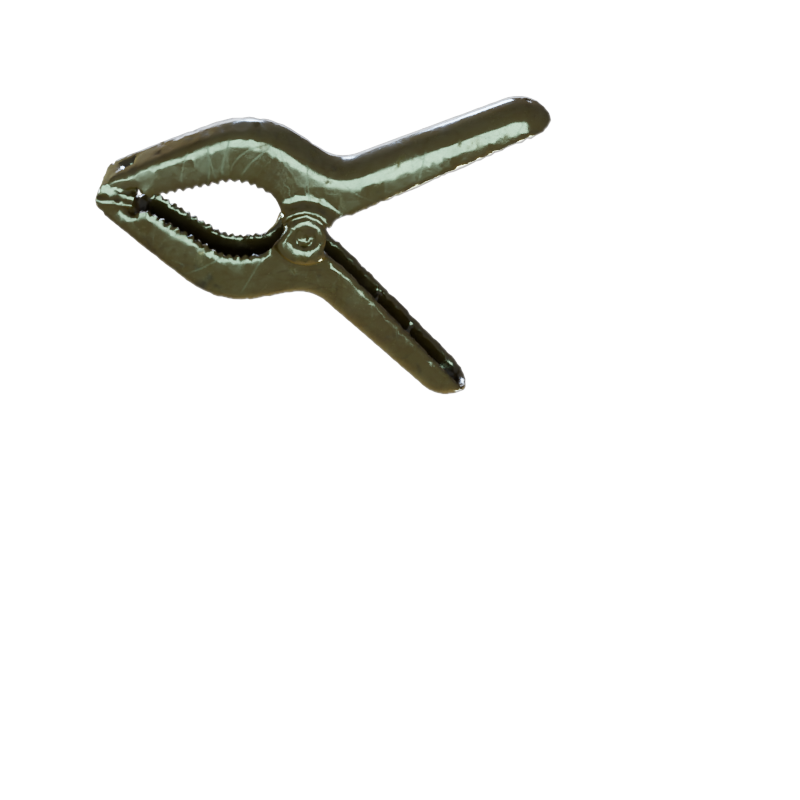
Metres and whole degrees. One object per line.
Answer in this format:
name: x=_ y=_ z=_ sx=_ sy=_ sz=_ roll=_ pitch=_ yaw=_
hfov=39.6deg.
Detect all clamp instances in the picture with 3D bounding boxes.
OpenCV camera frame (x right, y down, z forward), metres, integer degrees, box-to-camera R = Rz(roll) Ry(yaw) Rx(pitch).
clamp: x=-0.043 y=-0.078 z=0.548 sx=0.209 sy=0.156 sz=0.039 roll=5 pitch=28 yaw=-3
